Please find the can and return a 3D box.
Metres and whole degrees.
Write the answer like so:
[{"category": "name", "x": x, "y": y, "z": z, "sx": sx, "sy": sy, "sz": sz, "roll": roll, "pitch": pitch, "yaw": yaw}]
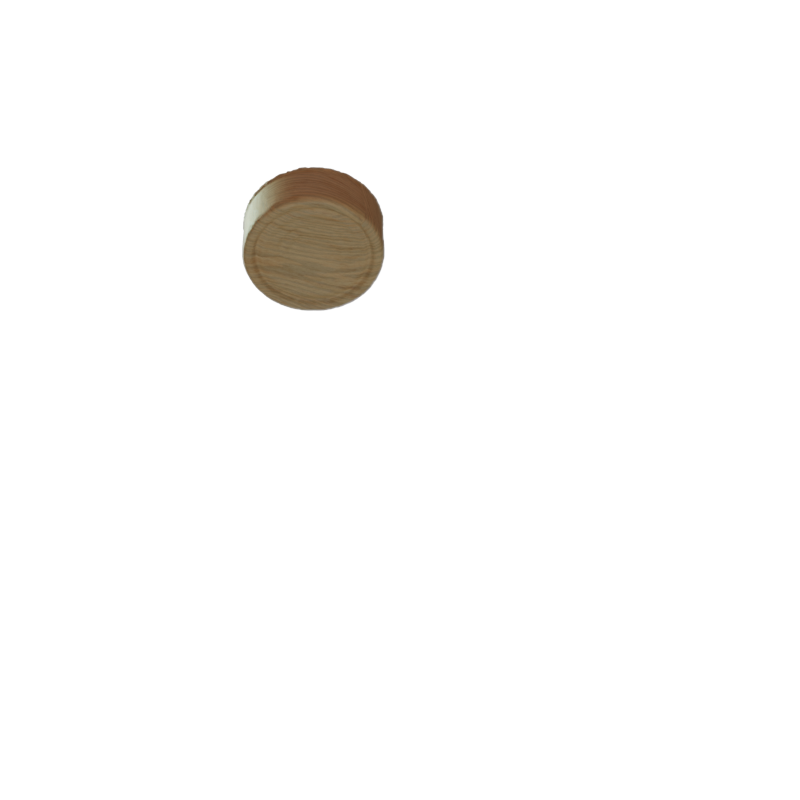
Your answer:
[{"category": "can", "x": -0.052, "y": -0.095, "z": 0.665, "sx": 0.086, "sy": 0.080, "sz": 0.036, "roll": 1, "pitch": 40, "yaw": -1}]
